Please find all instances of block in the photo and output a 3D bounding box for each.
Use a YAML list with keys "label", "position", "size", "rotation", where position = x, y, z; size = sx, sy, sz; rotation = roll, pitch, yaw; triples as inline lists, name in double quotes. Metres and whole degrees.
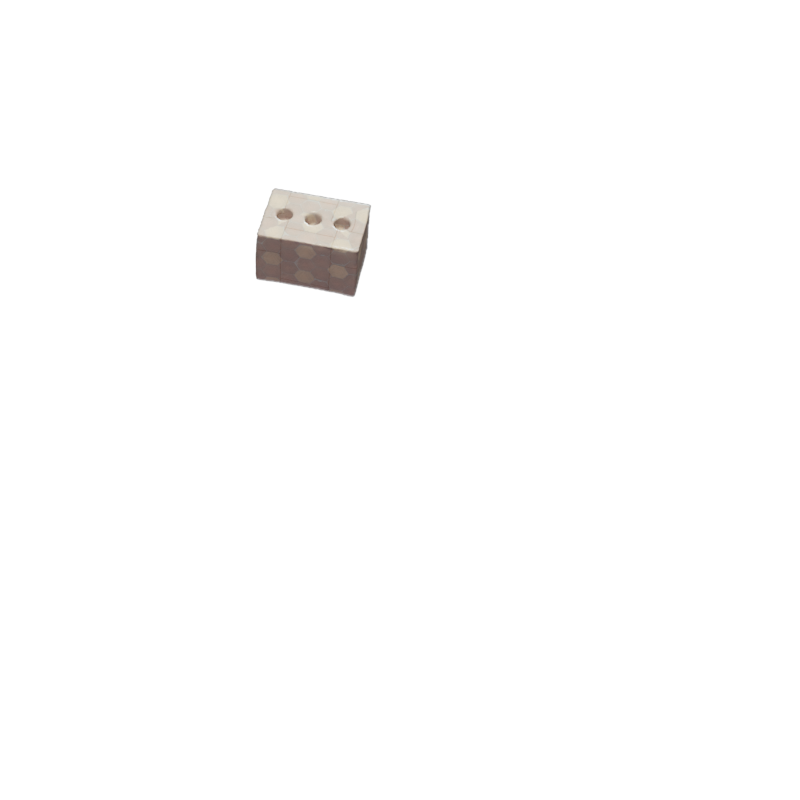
- label: "block"
  position: [-0.065, -0.119, 0.833]
  size: [0.079, 0.056, 0.048]
  rotation: [10, -39, 7]
